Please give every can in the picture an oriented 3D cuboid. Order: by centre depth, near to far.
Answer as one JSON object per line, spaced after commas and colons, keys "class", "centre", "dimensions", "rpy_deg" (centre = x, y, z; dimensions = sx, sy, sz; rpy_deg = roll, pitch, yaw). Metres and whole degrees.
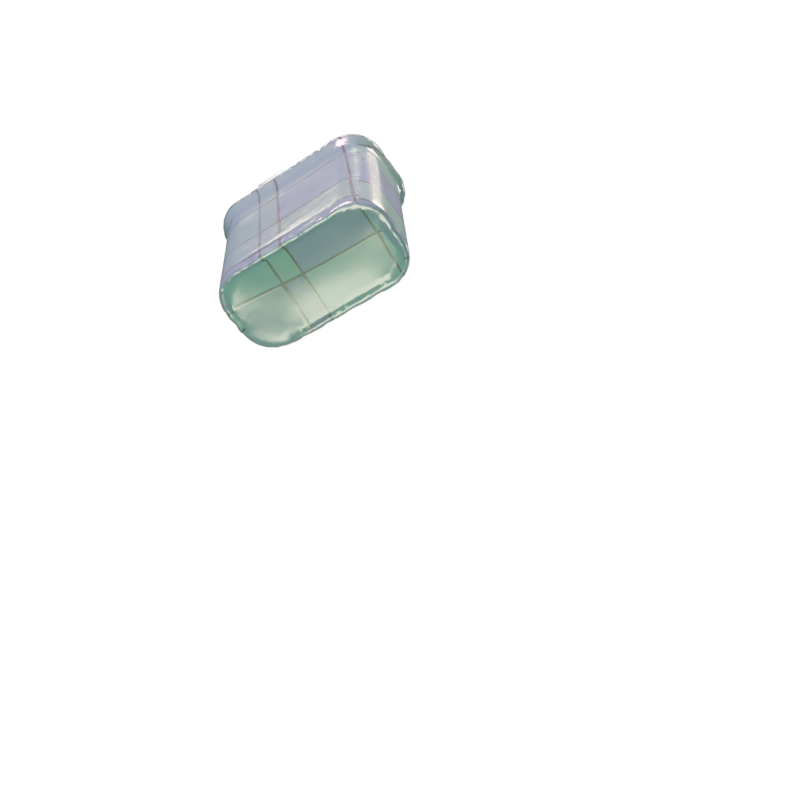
{"class": "can", "centre": [-0.045, -0.083, 0.581], "dimensions": [0.102, 0.054, 0.089], "rpy_deg": [-30, 28, 14]}
